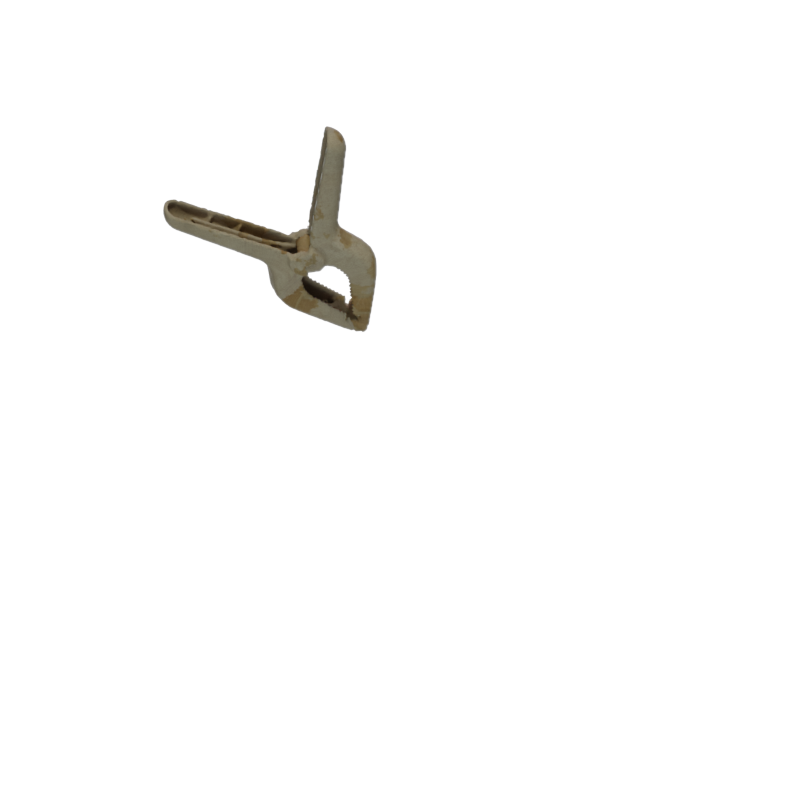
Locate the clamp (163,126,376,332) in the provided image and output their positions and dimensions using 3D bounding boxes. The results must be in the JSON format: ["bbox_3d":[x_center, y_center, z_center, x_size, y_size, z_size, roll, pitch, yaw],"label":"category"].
[{"bbox_3d":[-0.073,-0.134,0.936,0.165,0.039,0.195,-26,-49,24],"label":"clamp"}]
